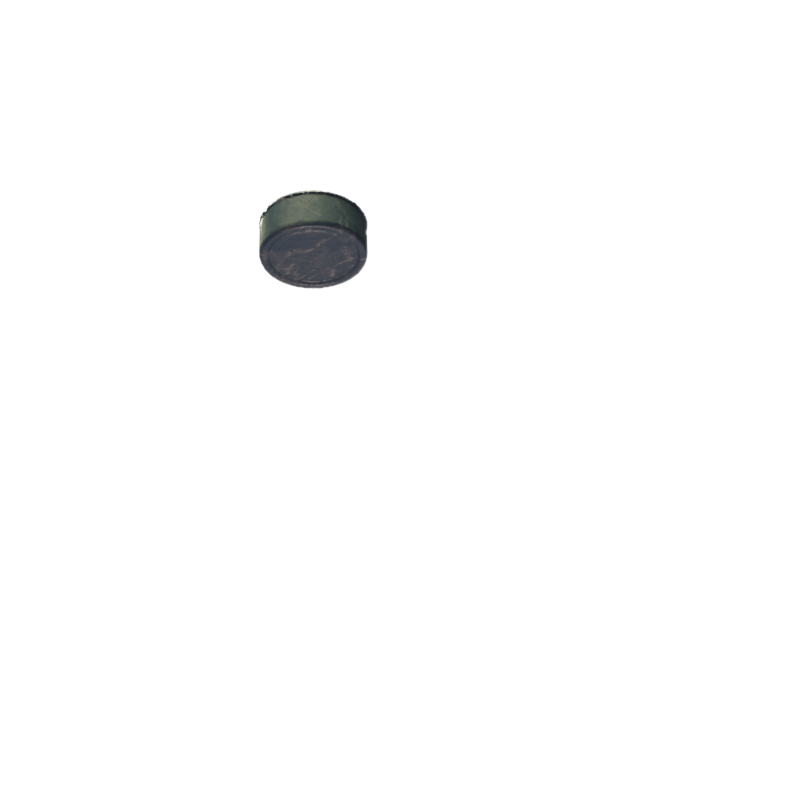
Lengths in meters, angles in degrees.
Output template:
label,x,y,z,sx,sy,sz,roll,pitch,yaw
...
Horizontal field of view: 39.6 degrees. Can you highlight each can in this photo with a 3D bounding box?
label,x,y,z,sx,sy,sz,roll,pitch,yaw
can,-0.068,-0.124,0.869,0.086,0.036,0.080,1,-33,-2
